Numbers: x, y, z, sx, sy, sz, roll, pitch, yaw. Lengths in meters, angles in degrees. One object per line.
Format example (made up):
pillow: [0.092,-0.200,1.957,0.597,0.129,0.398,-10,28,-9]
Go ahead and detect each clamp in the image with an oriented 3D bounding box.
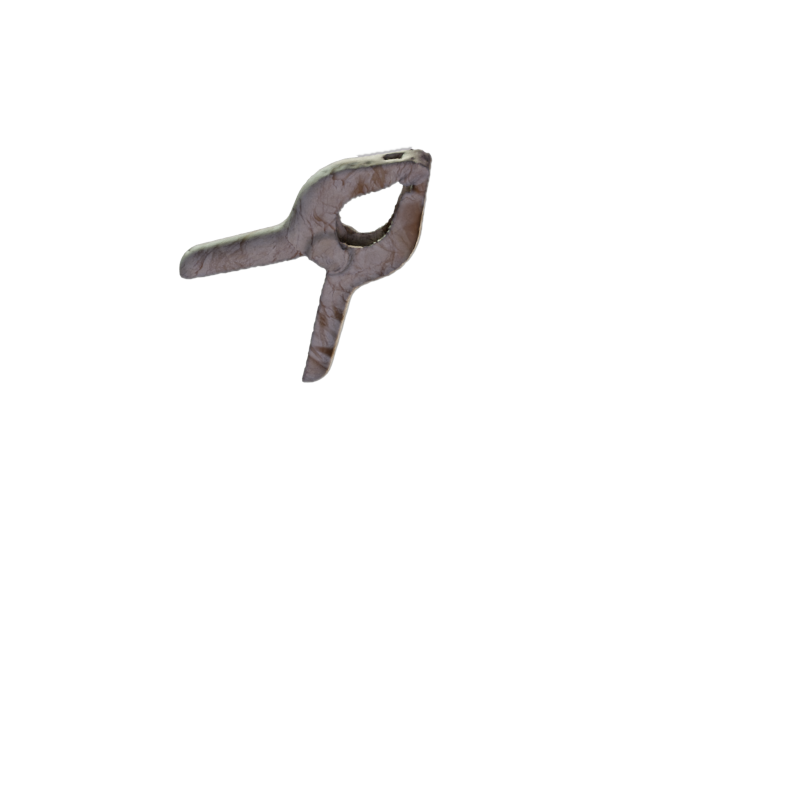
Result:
clamp: [-0.054,-0.098,0.685,0.116,0.168,0.042,32,23,-17]
